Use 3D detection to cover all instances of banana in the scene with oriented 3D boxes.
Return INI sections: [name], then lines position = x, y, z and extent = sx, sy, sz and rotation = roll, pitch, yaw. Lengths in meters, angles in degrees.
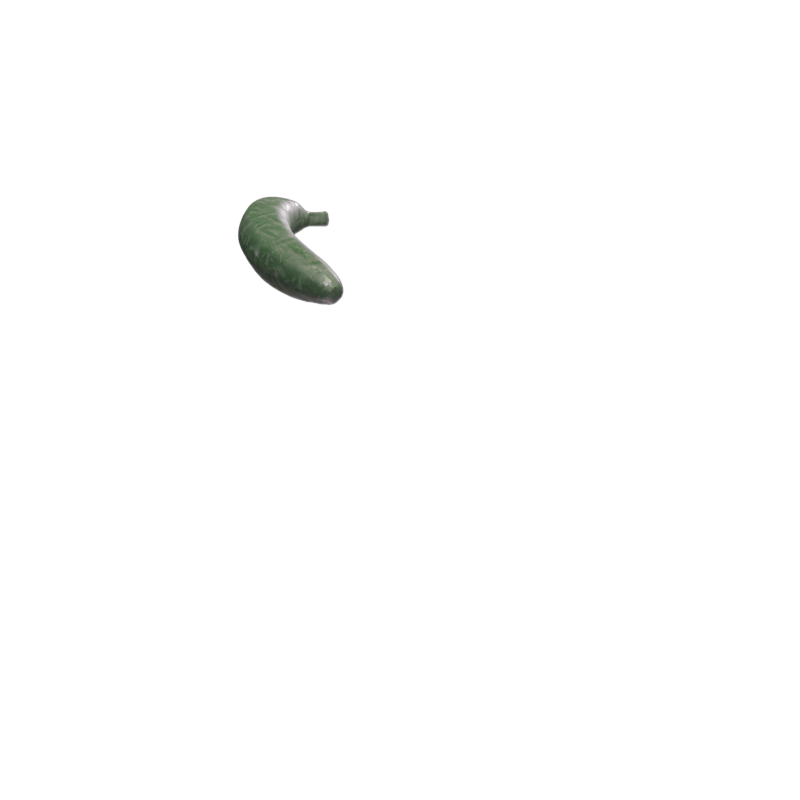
[banana]
position = -0.080, -0.112, 0.779
extent = 0.069, 0.035, 0.208
rotation = -2, 25, -5
